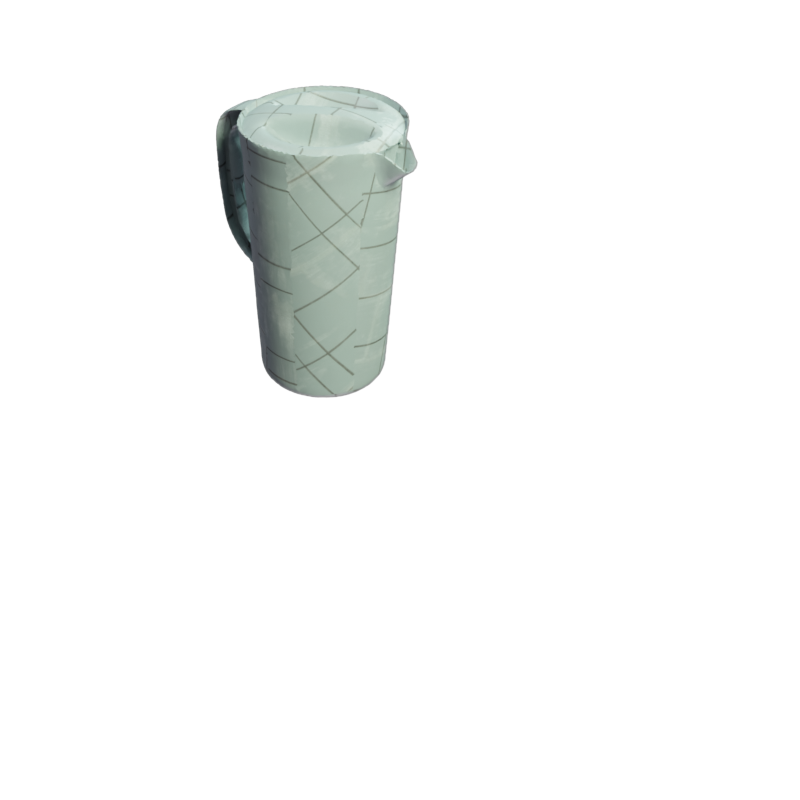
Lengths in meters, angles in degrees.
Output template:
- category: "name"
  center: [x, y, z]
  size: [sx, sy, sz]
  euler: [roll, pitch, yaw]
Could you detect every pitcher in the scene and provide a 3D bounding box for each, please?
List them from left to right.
- category: "pitcher"
  center: [-0.072, -0.131, 0.915]
  size: [0.143, 0.228, 0.160]
  euler: [-5, 34, -10]
